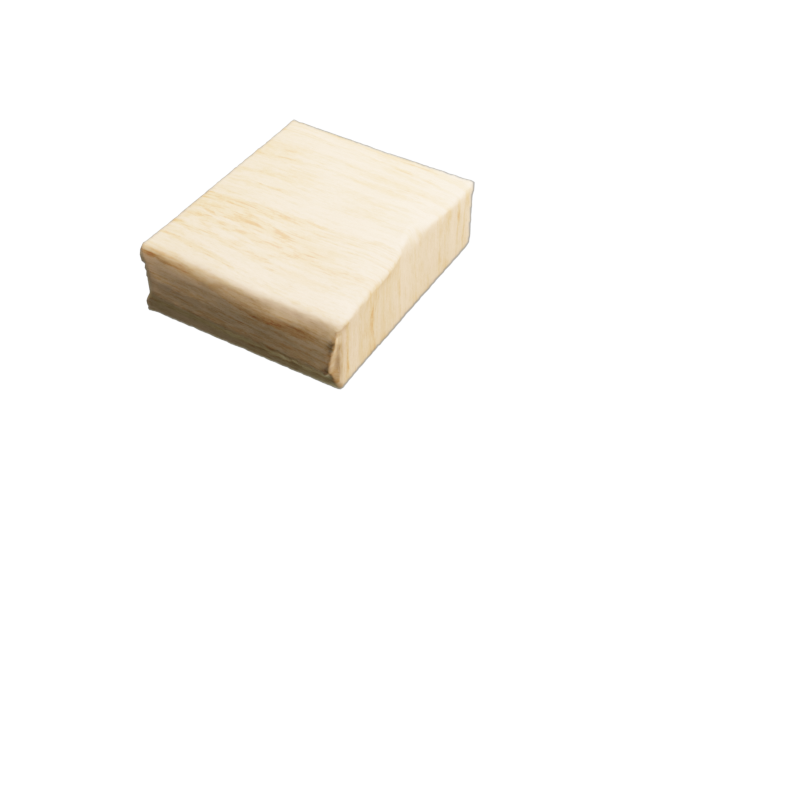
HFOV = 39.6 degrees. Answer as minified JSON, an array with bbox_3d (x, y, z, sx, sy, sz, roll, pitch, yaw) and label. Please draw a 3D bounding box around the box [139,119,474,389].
[{"bbox_3d":[-0.028,-0.051,0.359,0.077,0.028,0.091,22,46,22],"label":"box"}]
